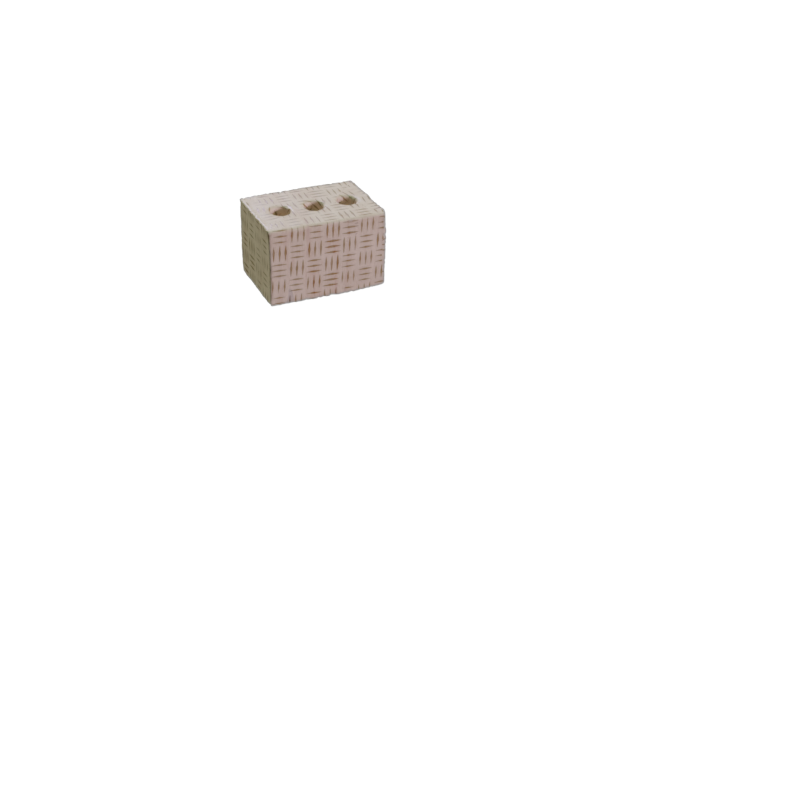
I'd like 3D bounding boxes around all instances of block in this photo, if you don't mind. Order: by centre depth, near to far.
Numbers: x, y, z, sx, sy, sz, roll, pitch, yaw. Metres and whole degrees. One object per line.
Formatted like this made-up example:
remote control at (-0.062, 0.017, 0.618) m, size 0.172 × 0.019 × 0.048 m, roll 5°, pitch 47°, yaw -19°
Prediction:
block at (-0.053, -0.097, 0.682) m, size 0.077 × 0.048 × 0.057 m, roll -13°, pitch 33°, yaw -21°
